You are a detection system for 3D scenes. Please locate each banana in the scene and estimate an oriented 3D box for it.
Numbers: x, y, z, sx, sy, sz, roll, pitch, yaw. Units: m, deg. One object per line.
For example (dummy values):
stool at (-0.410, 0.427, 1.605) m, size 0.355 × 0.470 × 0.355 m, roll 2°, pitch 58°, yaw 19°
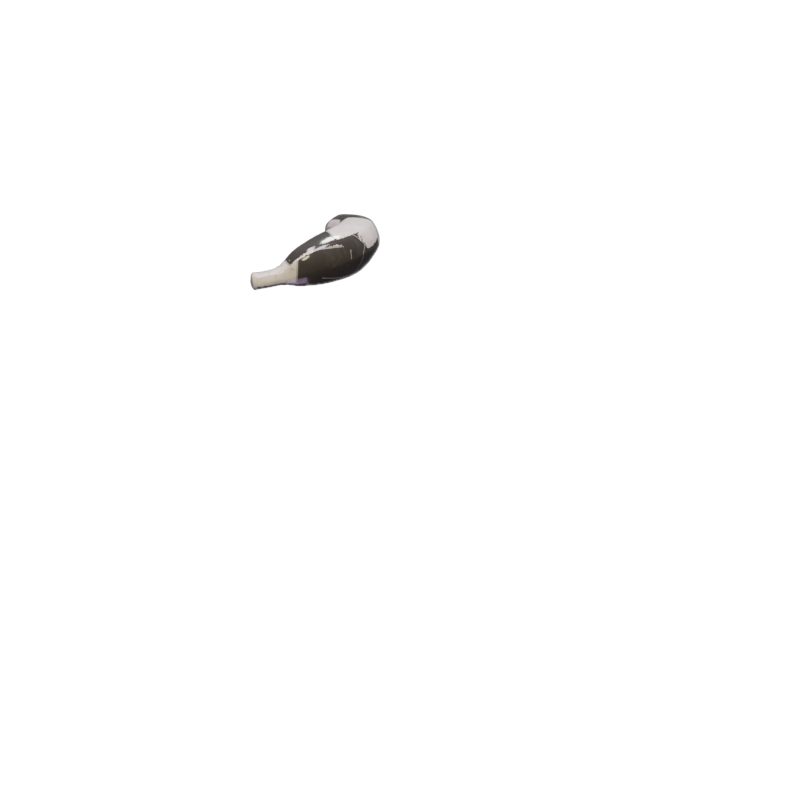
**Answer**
banana at (-0.050, -0.119, 0.848) m, size 0.071 × 0.036 × 0.200 m, roll 4°, pitch 18°, yaw 13°
